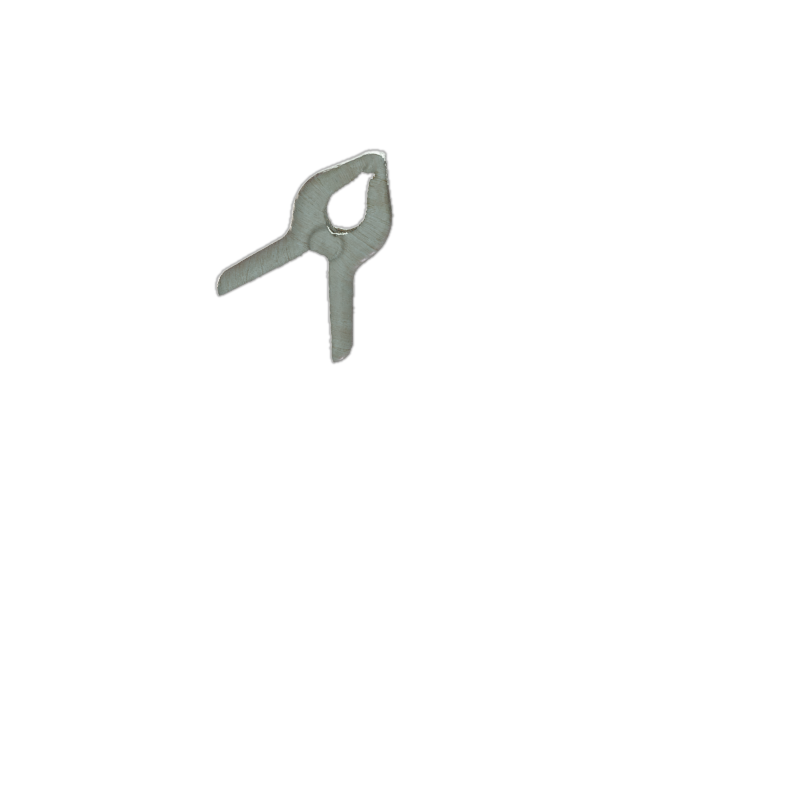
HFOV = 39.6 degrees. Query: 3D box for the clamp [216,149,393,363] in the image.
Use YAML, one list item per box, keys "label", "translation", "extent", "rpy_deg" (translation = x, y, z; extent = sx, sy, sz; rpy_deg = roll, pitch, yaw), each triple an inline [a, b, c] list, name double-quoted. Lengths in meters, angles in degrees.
- label: "clamp"
  translation: [-0.068, -0.125, 0.875]
  extent: [0.119, 0.168, 0.040]
  rpy_deg: [21, 11, -5]
